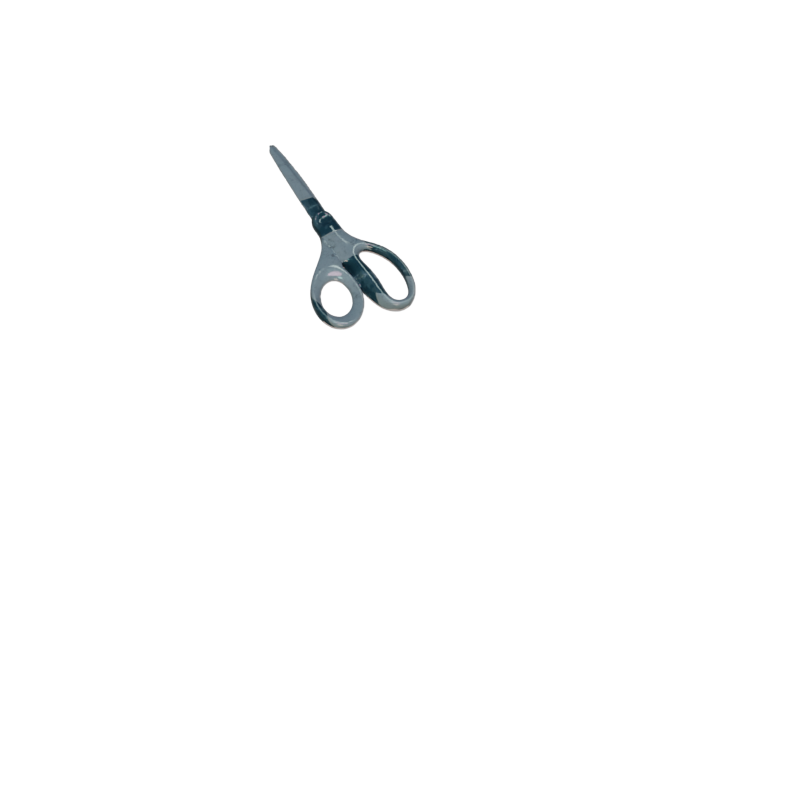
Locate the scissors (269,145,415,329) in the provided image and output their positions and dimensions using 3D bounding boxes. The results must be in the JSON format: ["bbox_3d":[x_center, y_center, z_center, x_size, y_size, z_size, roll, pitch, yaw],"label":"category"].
[{"bbox_3d":[-0.075,-0.137,0.959,0.097,0.212,0.015,-41,-22,-21],"label":"scissors"}]
